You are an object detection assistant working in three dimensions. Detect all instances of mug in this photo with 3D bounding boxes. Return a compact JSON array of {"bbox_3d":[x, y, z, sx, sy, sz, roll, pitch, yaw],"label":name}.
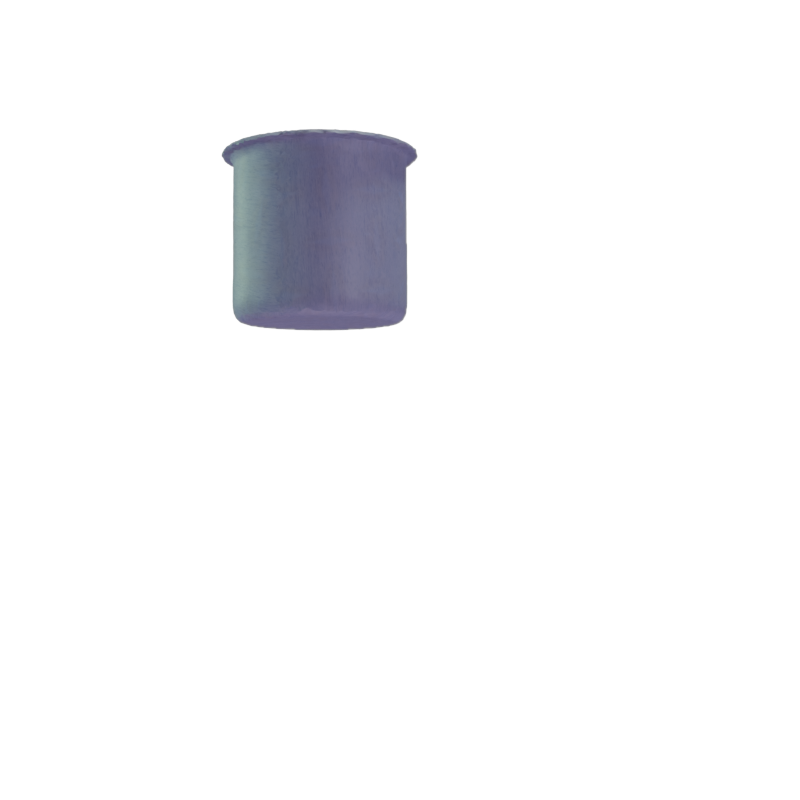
[{"bbox_3d":[-0.042,-0.076,0.534,0.091,0.083,0.118,1,-4,-18],"label":"mug"}]
